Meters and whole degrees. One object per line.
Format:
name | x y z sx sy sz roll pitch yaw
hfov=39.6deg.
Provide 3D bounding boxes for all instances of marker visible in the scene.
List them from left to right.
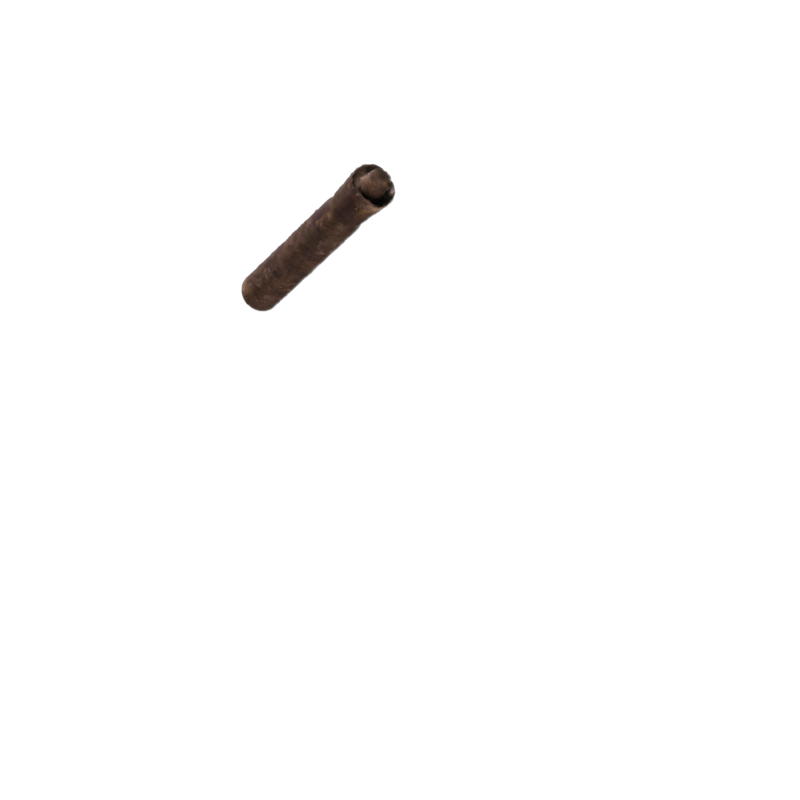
marker | -0.036 -0.066 0.465 0.019 0.021 0.120 -2 -16 -30
